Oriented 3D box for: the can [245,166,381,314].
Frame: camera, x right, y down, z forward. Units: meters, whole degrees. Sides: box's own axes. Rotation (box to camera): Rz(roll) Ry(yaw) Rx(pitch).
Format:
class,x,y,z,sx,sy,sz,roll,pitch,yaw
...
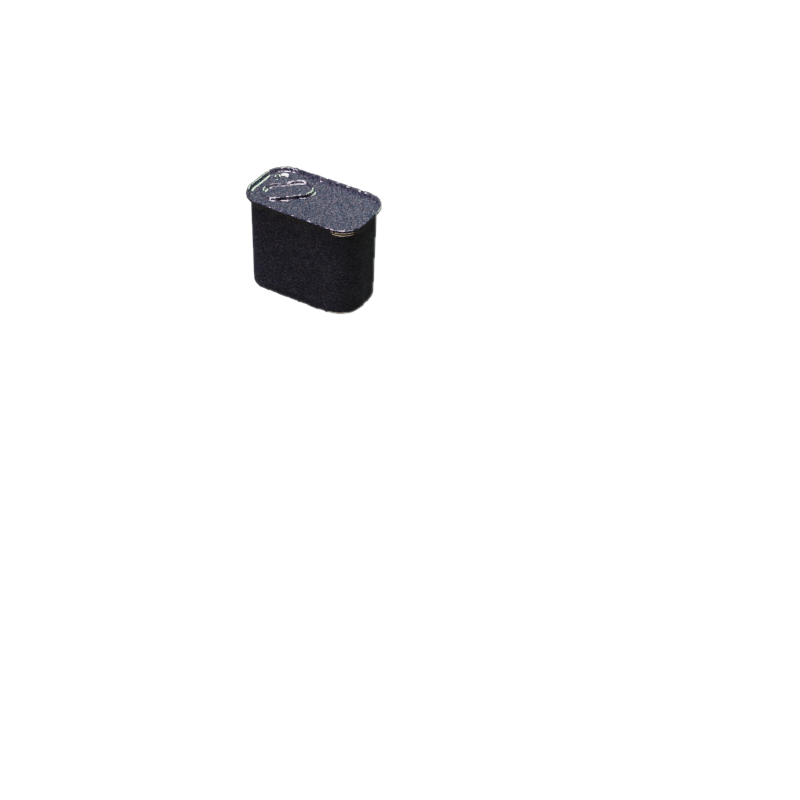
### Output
class,x,y,z,sx,sy,sz,roll,pitch,yaw
can,-0.067,-0.122,0.855,0.107,0.078,0.059,22,44,23
